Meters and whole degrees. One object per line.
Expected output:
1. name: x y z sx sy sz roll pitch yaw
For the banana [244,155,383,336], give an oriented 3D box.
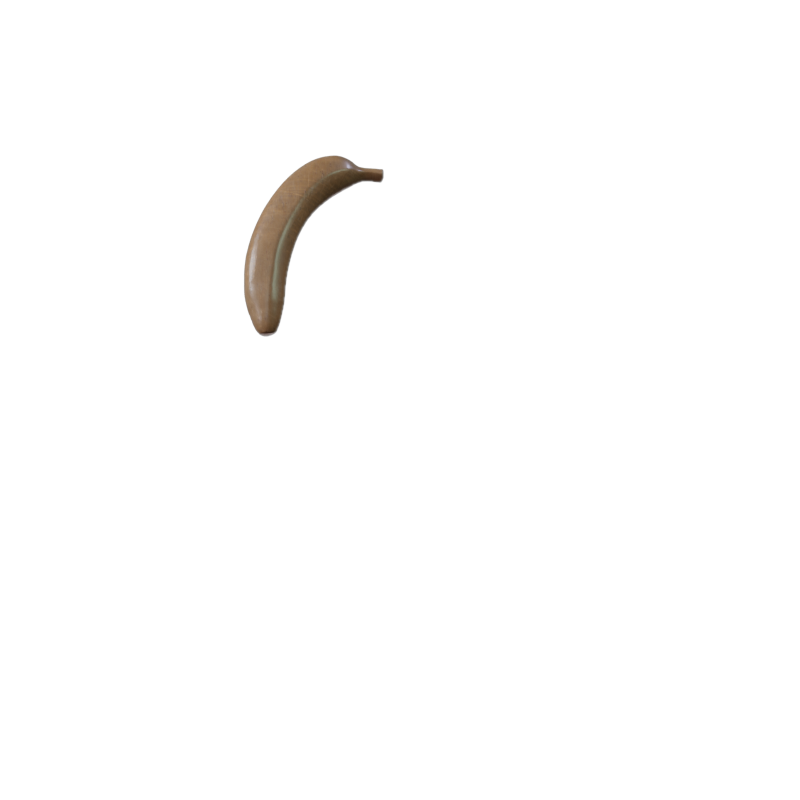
1. banana: -0.087 -0.145 0.937 0.072 0.204 0.034 25 -28 13
